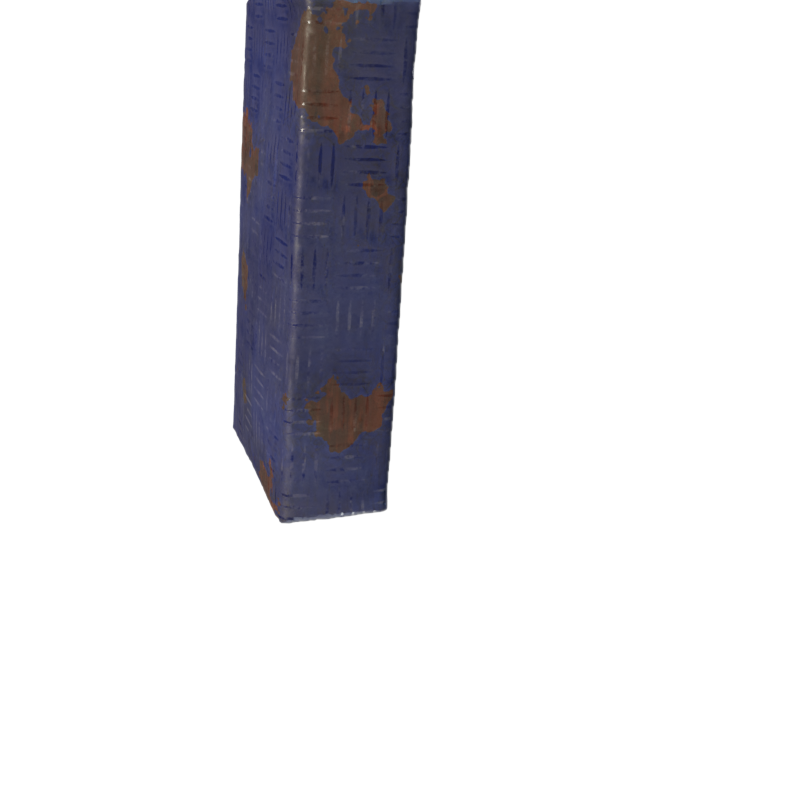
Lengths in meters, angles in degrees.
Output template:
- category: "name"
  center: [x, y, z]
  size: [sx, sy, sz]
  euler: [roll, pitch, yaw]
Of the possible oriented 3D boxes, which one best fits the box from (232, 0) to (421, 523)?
- category: "box"
  center: [-0.032, -0.057, 0.400]
  size: [0.047, 0.171, 0.098]
  euler: [-3, 14, -18]
